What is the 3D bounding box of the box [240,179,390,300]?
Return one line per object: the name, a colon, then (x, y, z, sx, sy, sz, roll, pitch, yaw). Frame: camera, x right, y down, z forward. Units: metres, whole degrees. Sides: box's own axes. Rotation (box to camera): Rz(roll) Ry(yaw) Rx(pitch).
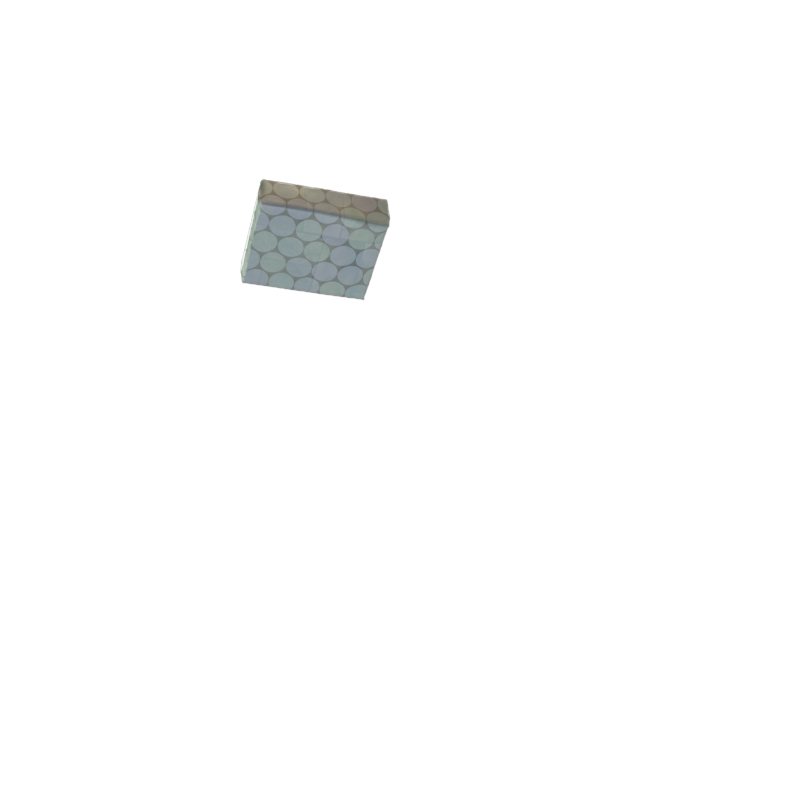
box: (-0.074, -0.135, 0.946, 0.112, 0.085, 0.042, 10, 42, -10)
